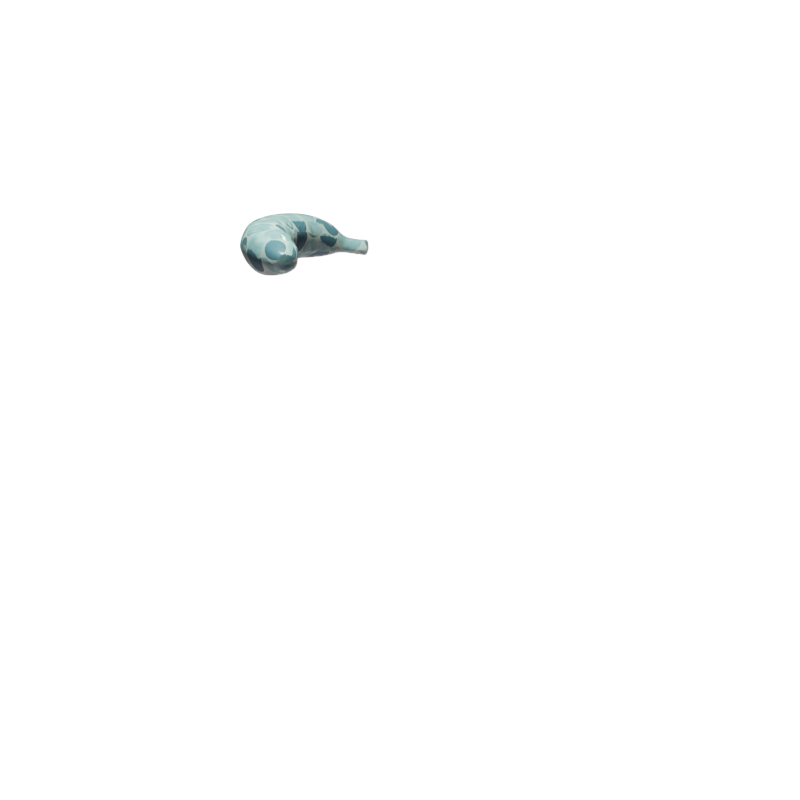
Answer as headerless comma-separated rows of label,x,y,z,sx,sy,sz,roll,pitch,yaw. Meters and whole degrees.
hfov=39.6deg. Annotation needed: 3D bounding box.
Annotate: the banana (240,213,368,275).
banana,-0.081,-0.118,0.820,0.071,0.036,0.197,3,13,14
